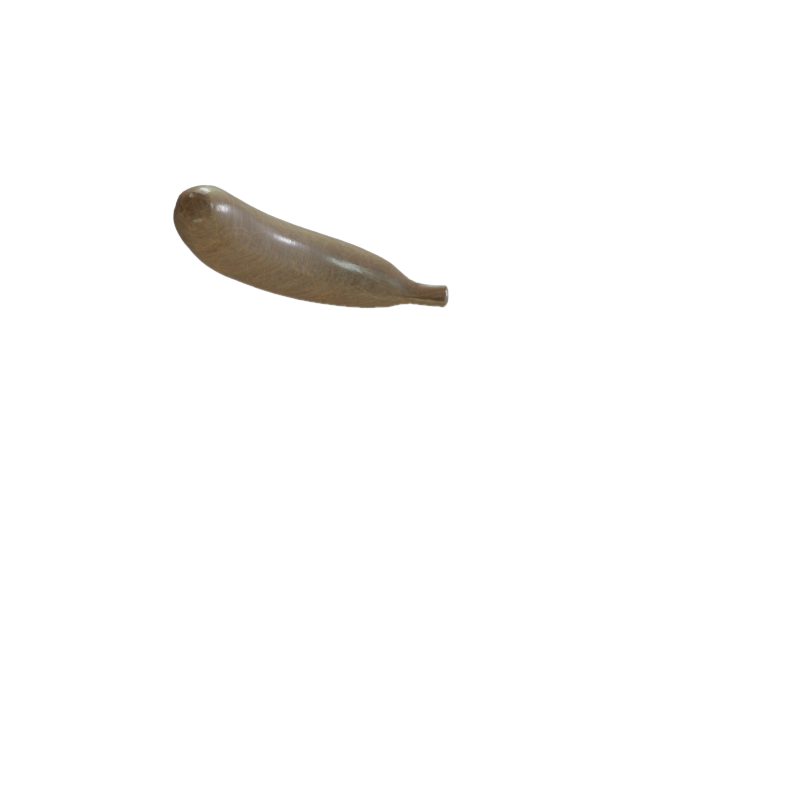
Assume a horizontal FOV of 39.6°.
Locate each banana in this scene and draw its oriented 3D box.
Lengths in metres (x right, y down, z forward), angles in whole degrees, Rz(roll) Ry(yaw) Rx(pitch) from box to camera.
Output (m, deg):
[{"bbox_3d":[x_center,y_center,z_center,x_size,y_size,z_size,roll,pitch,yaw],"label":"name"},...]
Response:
[{"bbox_3d":[-0.056,-0.077,0.569,0.071,0.038,0.187,-8,-12,38],"label":"banana"}]
